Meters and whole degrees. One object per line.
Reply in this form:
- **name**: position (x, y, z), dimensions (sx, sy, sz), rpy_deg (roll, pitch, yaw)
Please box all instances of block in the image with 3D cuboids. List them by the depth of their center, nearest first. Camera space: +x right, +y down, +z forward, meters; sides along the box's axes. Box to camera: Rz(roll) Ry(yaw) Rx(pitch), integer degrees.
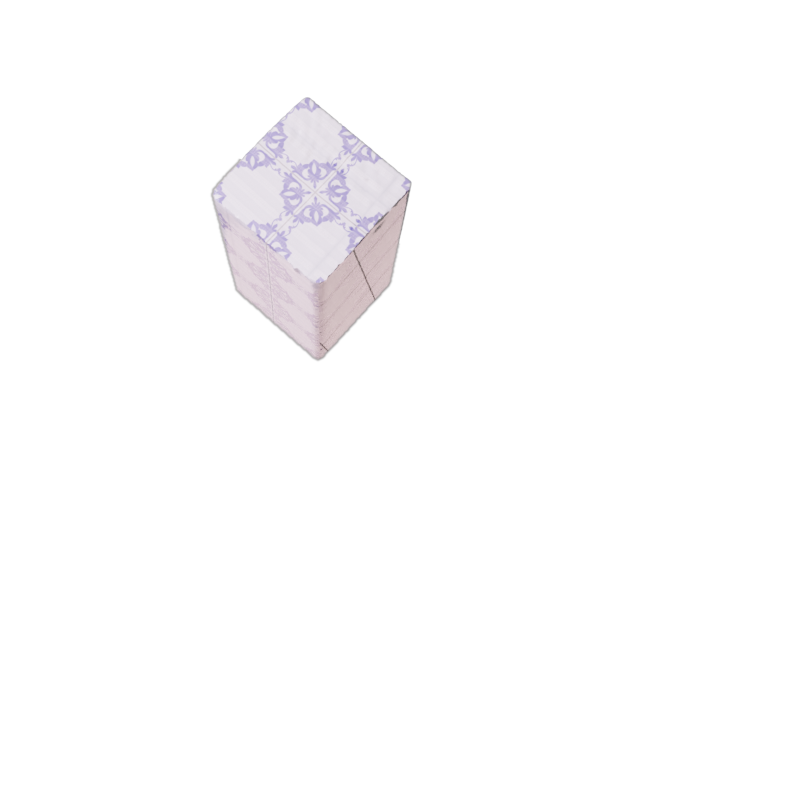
- **block**: position (-0.060, -0.109, 0.764), dimensions (0.093, 0.091, 0.199), rpy_deg (41, -12, 5)
